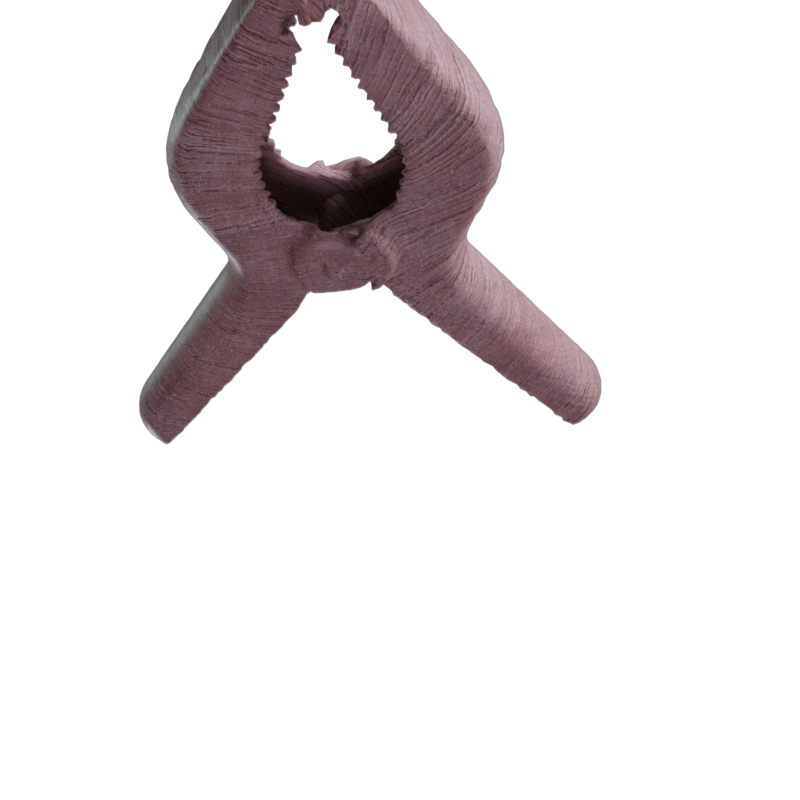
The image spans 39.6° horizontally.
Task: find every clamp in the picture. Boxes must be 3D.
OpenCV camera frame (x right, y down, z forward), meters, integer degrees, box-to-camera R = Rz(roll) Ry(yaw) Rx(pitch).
[{"bbox_3d":[-0.027,-0.049,0.340,0.166,0.039,0.194,-7,-39,9],"label":"clamp"}]
